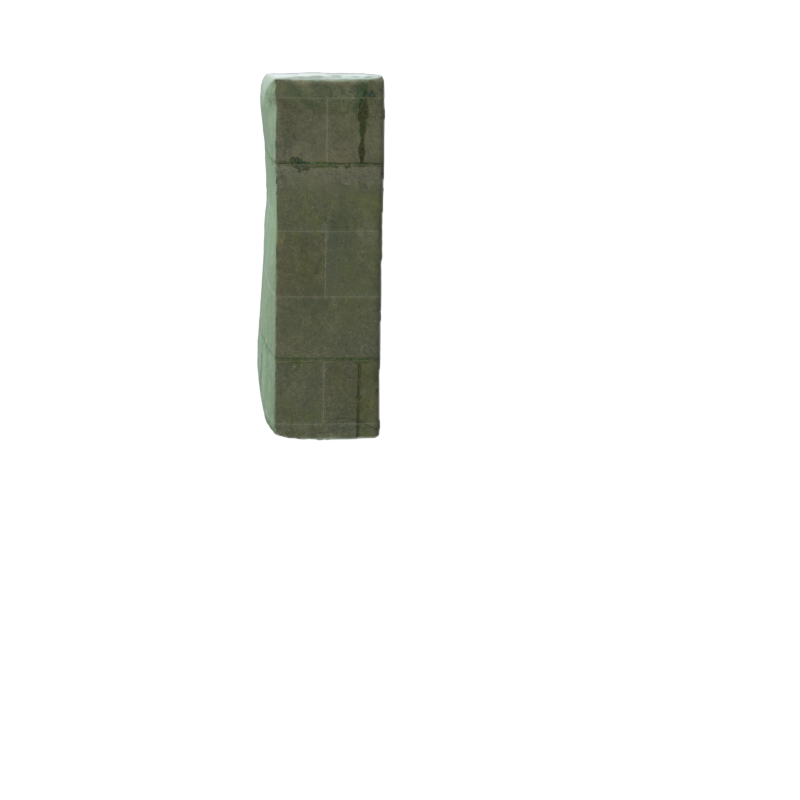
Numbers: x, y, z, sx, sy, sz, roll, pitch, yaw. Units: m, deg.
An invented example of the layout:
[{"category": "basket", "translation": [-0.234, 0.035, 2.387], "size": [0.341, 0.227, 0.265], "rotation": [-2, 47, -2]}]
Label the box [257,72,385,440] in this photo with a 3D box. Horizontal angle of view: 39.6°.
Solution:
[{"category": "box", "translation": [-0.056, -0.101, 0.711], "size": [0.071, 0.209, 0.170], "rotation": [-1, 12, -9]}]
